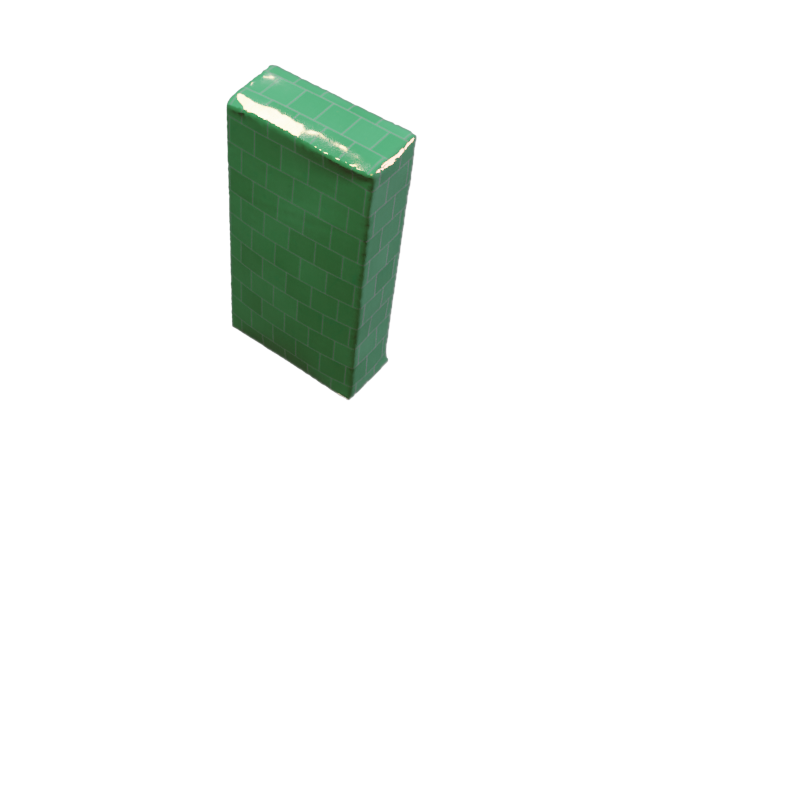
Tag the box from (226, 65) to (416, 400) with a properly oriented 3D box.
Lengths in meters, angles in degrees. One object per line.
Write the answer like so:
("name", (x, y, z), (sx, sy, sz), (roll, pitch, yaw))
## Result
("box", (-0.047, -0.086, 0.602), (0.098, 0.164, 0.049), (32, 56, 20))
